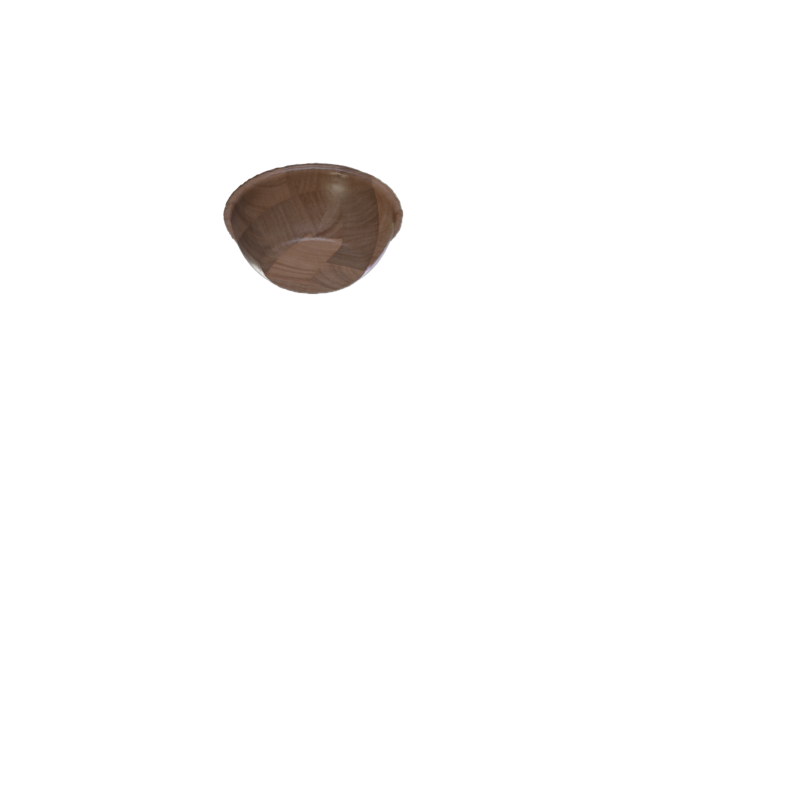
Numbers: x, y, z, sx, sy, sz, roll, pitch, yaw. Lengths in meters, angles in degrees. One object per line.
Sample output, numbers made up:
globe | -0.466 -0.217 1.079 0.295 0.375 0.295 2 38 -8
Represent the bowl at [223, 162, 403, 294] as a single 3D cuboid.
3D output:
bowl | -0.077 -0.140 0.981 0.162 0.059 0.152 1 -28 -2
